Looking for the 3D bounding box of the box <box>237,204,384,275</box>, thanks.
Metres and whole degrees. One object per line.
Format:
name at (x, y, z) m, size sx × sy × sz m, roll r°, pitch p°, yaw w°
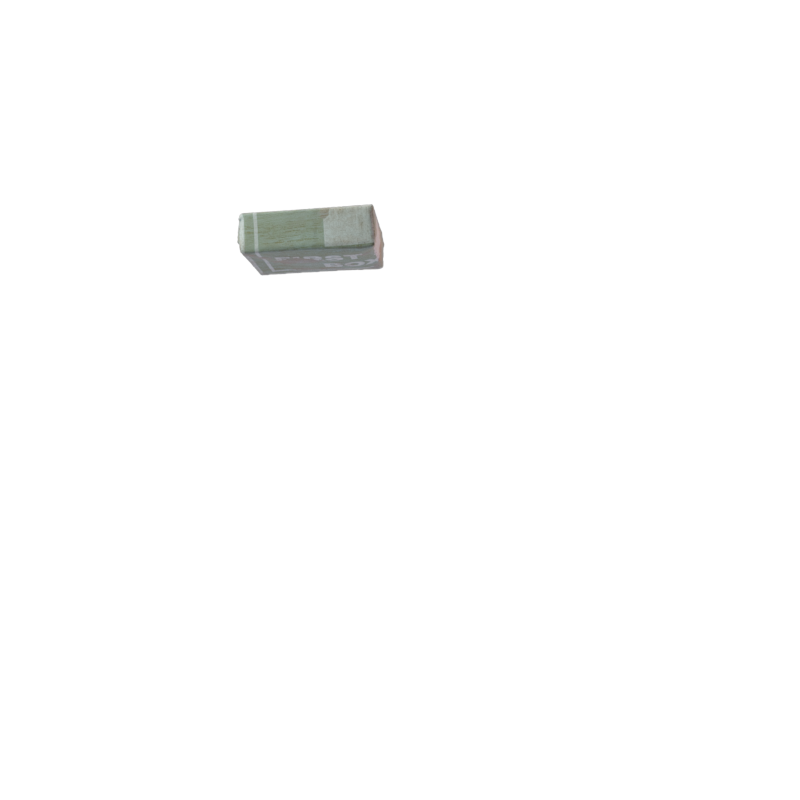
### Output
box at (-0.073, -0.133, 0.933) m, size 0.114 × 0.040 × 0.087 m, roll -1°, pitch -6°, yaw 6°
